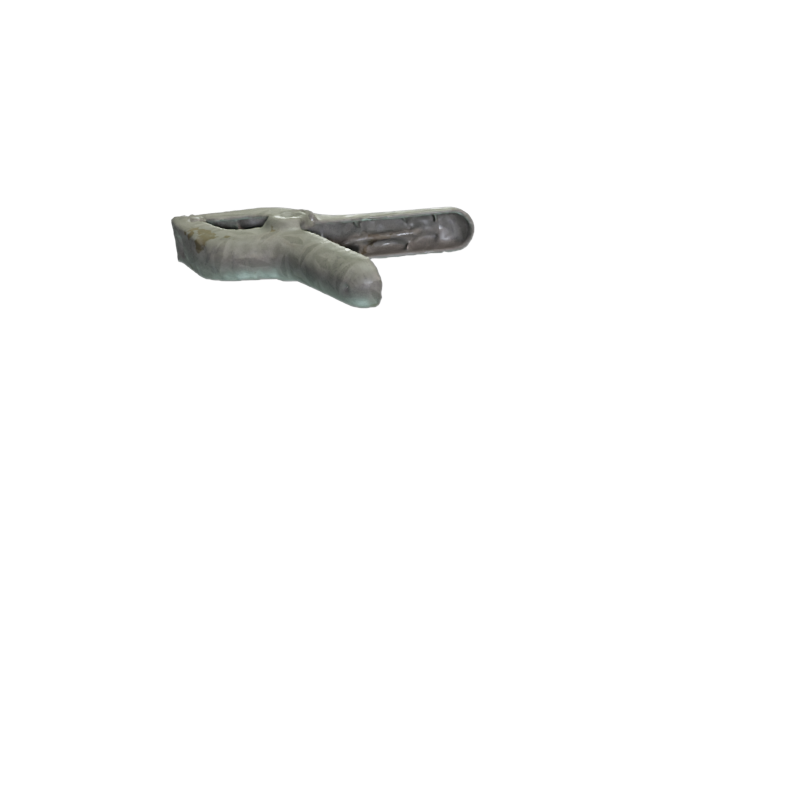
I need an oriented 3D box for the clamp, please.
[{"bbox_3d":[-0.048,-0.088,0.614,0.180,0.038,0.118,15,24,36],"label":"clamp"}]
